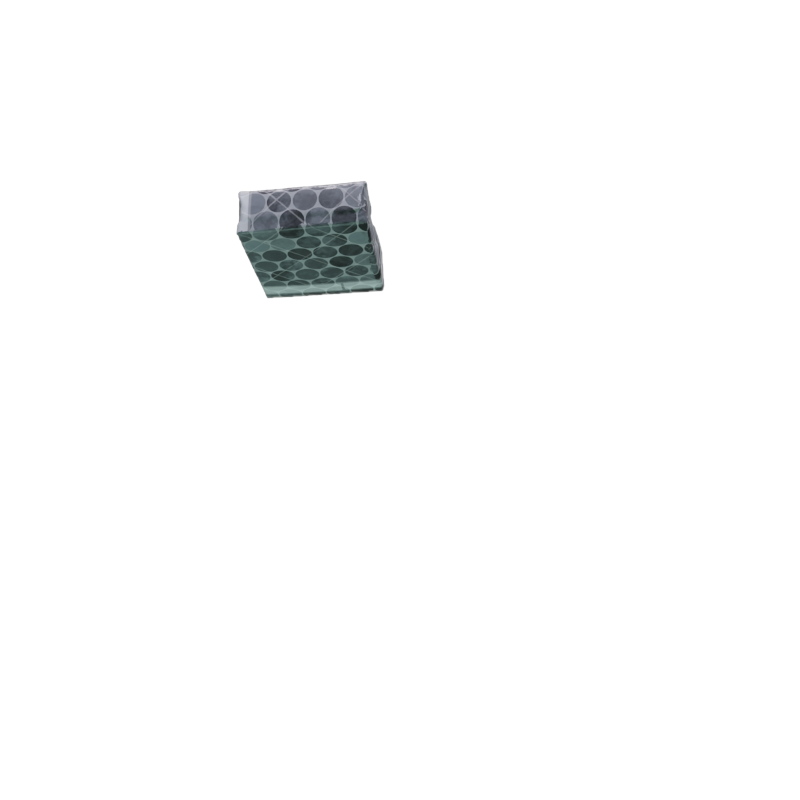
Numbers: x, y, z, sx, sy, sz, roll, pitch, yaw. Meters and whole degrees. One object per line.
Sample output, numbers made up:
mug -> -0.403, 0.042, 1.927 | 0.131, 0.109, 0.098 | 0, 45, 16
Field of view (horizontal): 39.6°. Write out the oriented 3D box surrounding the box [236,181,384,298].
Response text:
box -> -0.050, -0.092, 0.645 | 0.074, 0.032, 0.084 | -3, -23, 7
